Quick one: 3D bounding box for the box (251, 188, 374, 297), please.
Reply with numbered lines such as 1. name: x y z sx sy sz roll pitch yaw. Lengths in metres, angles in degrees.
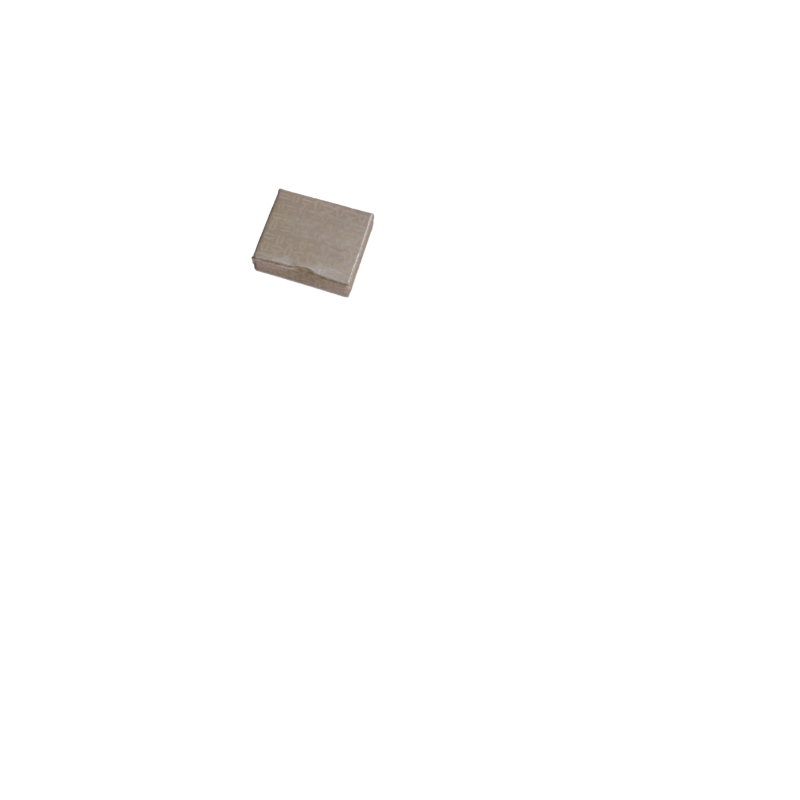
1. box: -0.075 -0.137 0.962 0.091 0.076 0.028 16 -24 7
